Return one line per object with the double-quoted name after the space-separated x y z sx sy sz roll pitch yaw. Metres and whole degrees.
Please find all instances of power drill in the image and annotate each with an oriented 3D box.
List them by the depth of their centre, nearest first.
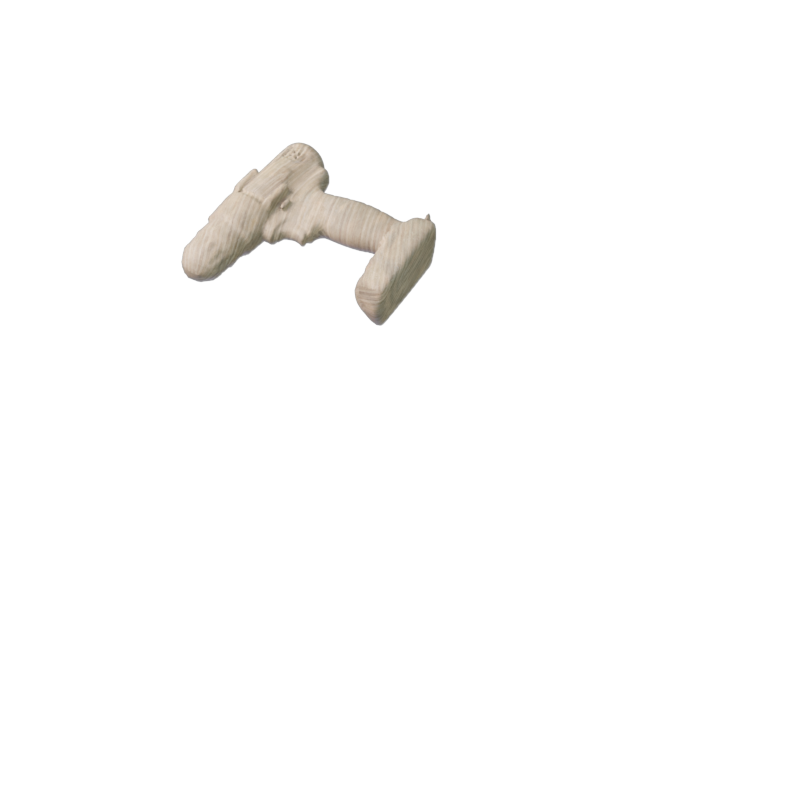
-0.078 -0.141 0.990 0.196 0.189 0.053 28 -33 19 "power drill"
